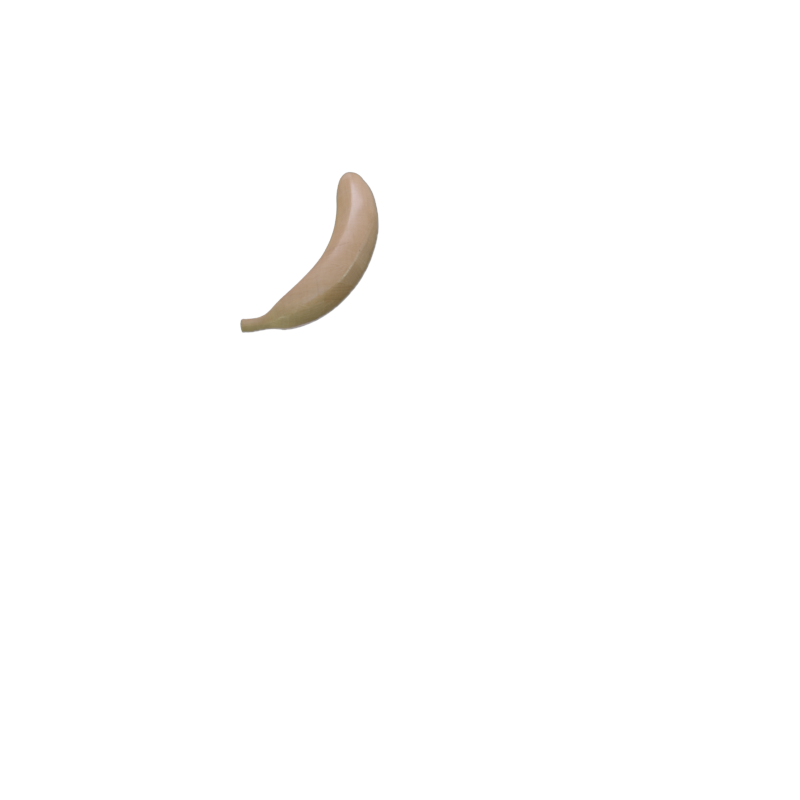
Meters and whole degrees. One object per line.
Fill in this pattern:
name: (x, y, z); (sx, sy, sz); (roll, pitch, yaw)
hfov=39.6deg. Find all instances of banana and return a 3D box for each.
banana: (-0.057, -0.122, 0.914); (0.072, 0.205, 0.034); (19, -39, 15)
